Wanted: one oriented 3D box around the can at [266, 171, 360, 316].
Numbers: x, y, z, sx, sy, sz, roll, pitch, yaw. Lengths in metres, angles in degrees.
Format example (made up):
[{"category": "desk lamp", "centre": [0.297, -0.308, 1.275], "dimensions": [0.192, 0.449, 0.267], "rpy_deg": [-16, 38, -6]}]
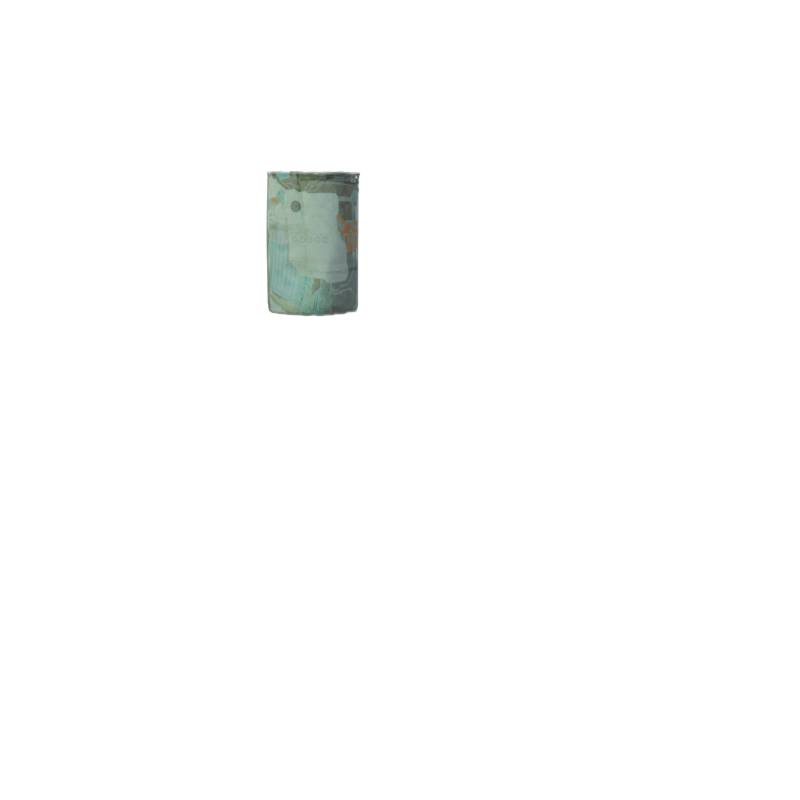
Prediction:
[{"category": "can", "centre": [-0.063, -0.115, 0.808], "dimensions": [0.068, 0.101, 0.069], "rpy_deg": [0, 5, -2]}]
